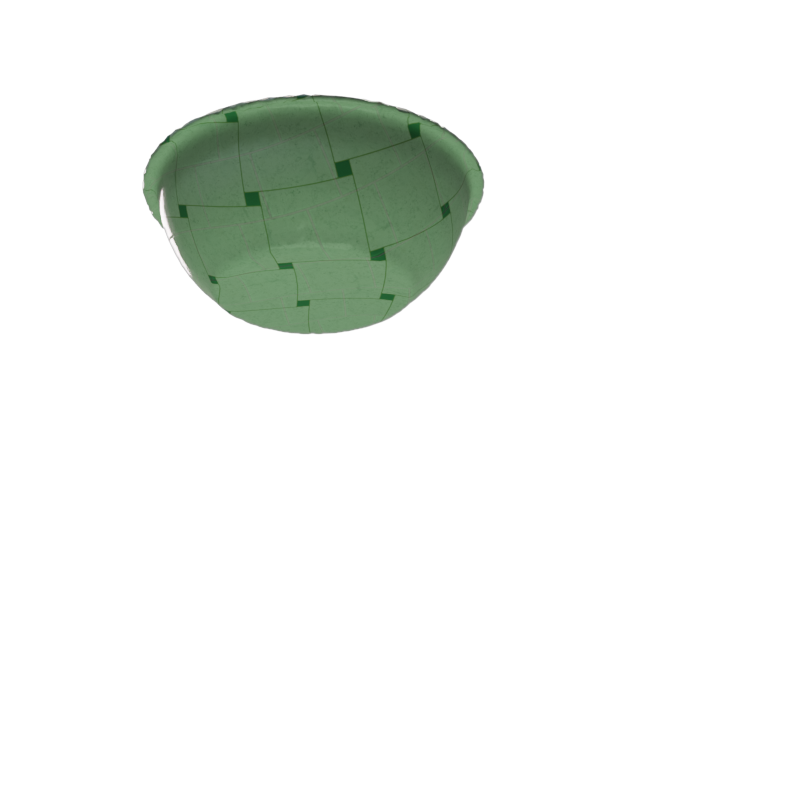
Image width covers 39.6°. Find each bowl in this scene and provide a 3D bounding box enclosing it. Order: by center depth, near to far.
[{"bbox_3d":[-0.040,-0.074,0.516,0.162,0.058,0.153,1,-23,-2],"label":"bowl"}]
